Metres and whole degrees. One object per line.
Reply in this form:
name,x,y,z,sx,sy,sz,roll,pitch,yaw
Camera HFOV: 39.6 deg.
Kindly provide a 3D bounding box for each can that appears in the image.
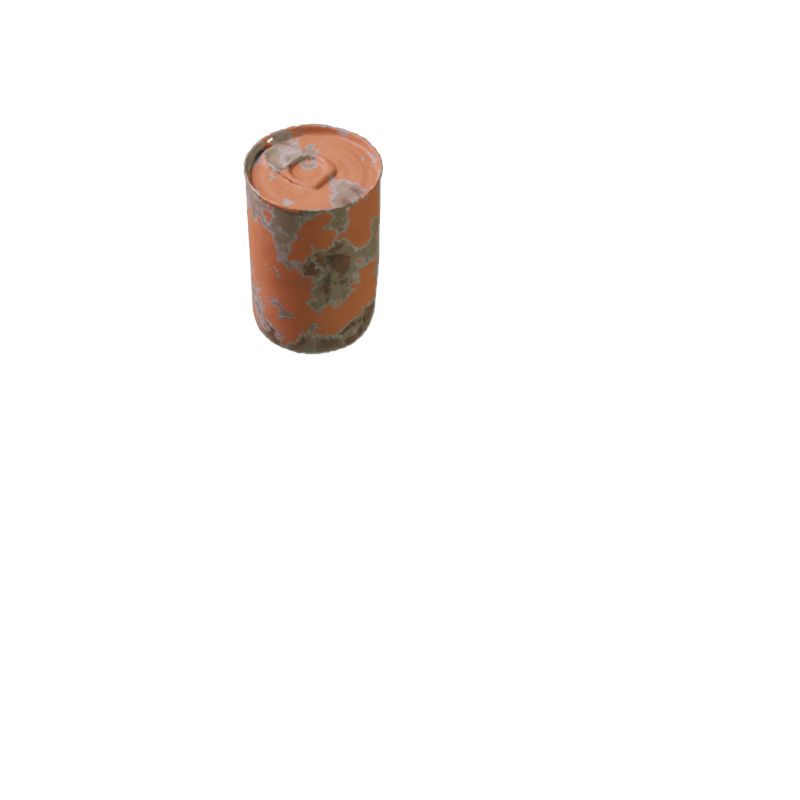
can,-0.045,-0.082,0.572,0.068,0.074,0.095,0,-44,-3
